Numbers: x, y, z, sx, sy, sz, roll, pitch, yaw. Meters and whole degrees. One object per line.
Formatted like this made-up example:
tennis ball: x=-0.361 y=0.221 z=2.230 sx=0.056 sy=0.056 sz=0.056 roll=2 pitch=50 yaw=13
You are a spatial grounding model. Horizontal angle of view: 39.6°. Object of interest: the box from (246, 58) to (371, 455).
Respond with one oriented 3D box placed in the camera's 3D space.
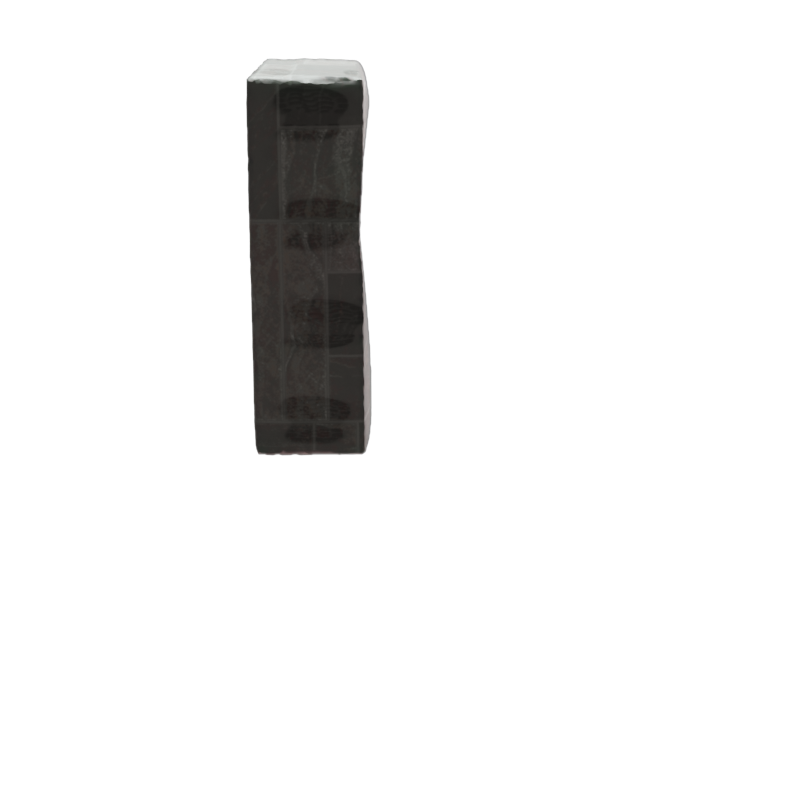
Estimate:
box: x=-0.053 y=-0.097 z=0.678 sx=0.072 sy=0.207 sz=0.170 roll=0 pitch=16 yaw=-3
